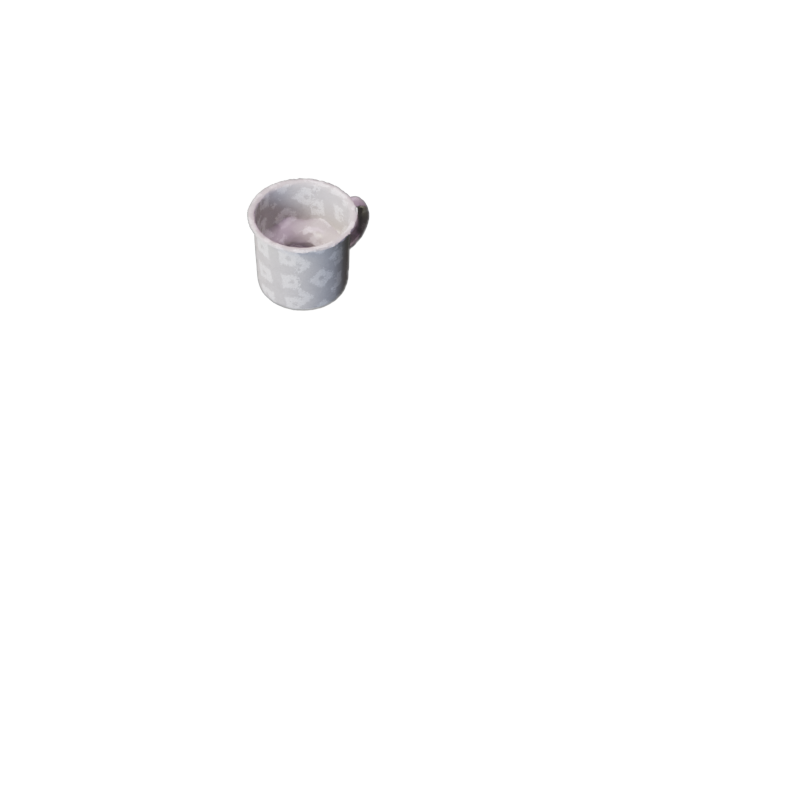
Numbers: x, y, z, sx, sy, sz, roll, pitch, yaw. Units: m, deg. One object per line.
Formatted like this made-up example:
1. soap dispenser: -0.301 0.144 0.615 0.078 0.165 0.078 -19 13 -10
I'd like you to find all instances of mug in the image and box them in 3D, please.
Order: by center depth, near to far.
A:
1. mug: -0.076 -0.138 0.967 0.117 0.076 0.100 -32 56 -27
